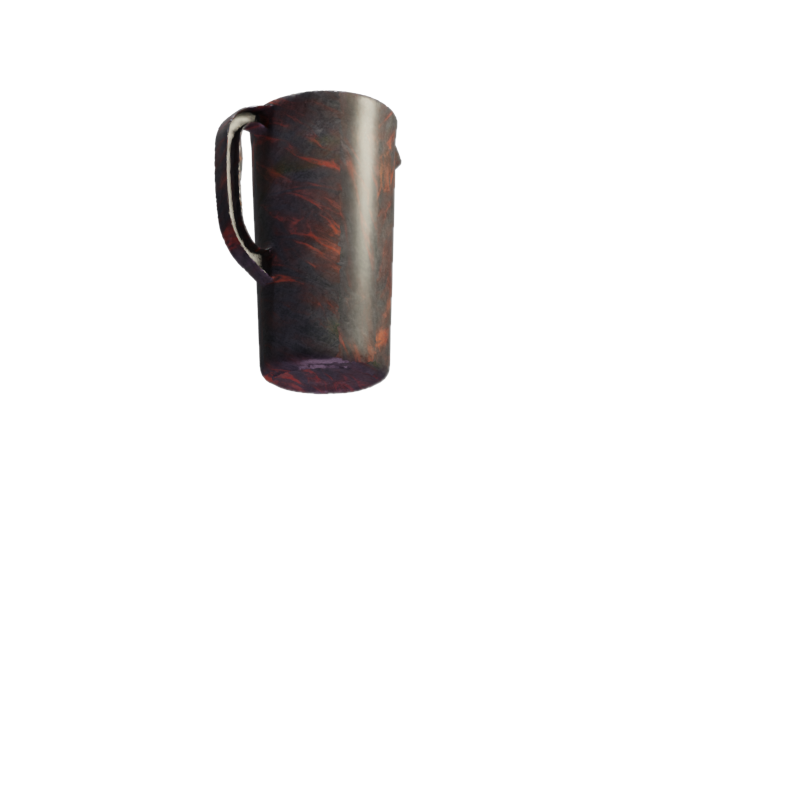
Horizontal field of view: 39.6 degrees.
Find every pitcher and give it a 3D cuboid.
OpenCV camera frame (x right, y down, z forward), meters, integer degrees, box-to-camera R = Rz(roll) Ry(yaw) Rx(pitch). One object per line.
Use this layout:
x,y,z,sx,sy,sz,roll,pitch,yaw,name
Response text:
-0.075,-0.136,0.952,0.150,0.255,0.137,-3,-19,7,pitcher
